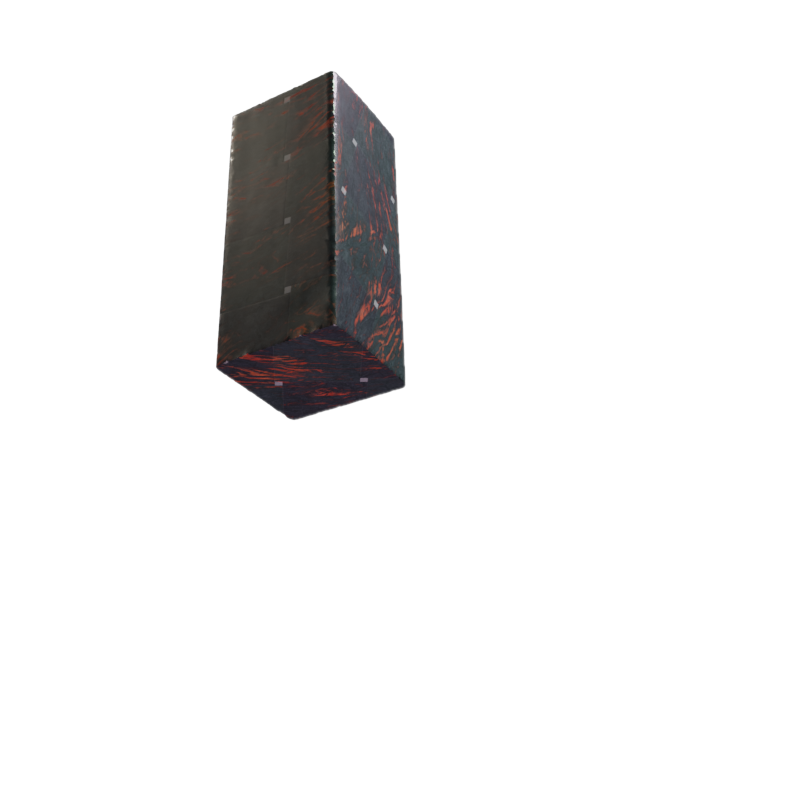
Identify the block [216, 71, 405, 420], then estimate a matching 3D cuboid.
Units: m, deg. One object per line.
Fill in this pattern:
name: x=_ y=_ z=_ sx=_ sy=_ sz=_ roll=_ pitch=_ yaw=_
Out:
block: x=-0.058 y=-0.106 z=0.747 sx=0.091 sy=0.220 sz=0.083 roll=-20 pitch=-37 yaw=24
